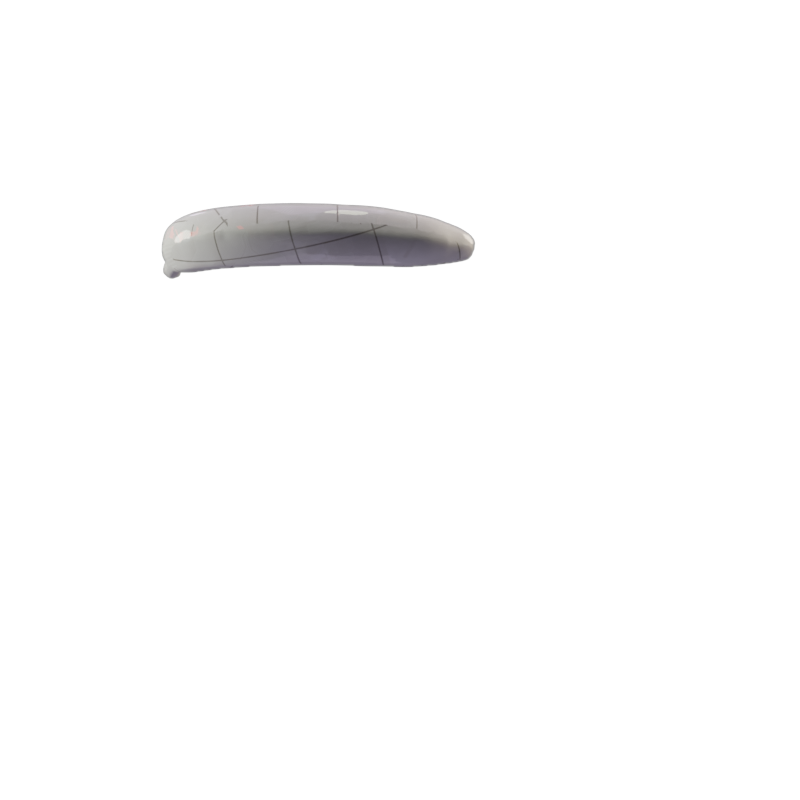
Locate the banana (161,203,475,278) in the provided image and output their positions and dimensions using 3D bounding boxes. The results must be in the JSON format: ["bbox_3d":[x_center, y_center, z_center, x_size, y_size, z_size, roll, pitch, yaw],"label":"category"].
[{"bbox_3d":[-0.060,-0.094,0.642,0.202,0.037,0.067,0,-1,17],"label":"banana"}]
